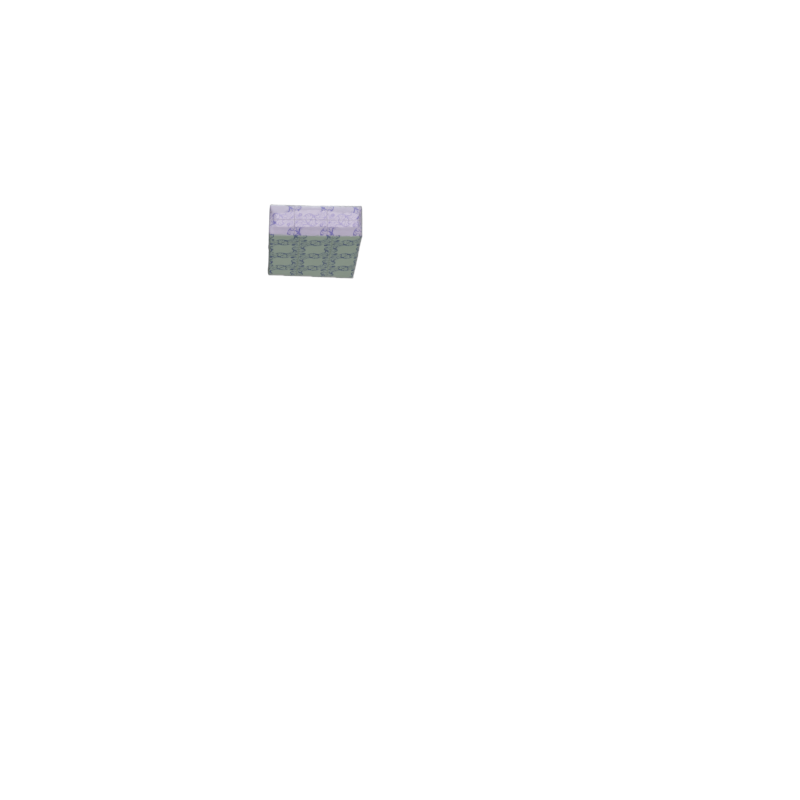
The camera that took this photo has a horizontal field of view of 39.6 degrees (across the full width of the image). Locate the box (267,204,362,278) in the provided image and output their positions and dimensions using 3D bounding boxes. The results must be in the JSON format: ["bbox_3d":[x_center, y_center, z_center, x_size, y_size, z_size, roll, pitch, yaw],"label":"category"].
[{"bbox_3d":[-0.071,-0.128,0.900,0.073,0.032,0.086,1,-17,-5],"label":"box"}]
